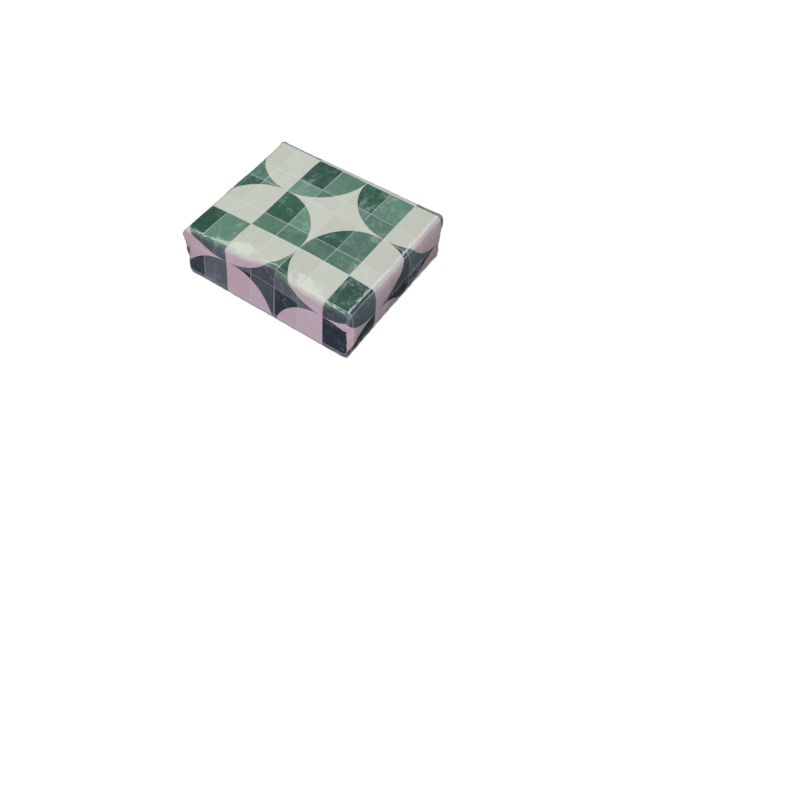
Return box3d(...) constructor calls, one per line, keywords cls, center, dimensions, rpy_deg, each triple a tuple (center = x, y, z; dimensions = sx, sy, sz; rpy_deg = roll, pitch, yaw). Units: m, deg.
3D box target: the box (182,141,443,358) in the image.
box3d(cls="box", center=(-0.038, -0.070, 0.487), dimensions=(0.094, 0.028, 0.075), rpy_deg=(29, 55, 22))
